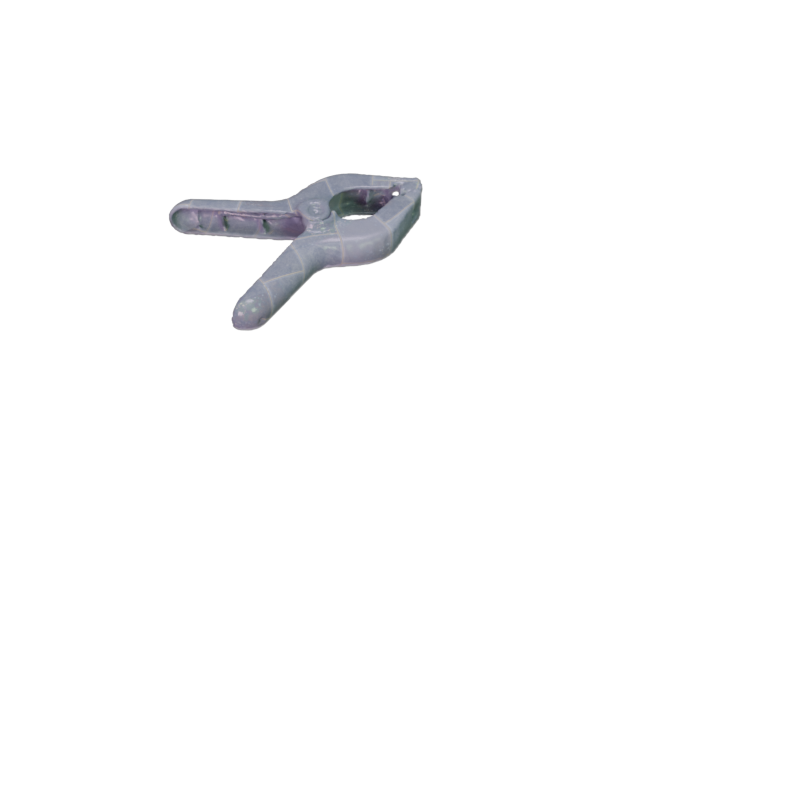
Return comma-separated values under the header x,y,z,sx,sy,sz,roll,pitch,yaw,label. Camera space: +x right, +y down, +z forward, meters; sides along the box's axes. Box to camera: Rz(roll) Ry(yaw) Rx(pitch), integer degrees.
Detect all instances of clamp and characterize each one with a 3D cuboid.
x,y,z,sx,sy,sz,roll,pitch,yaw,label
-0.057,-0.104,0.730,0.170,0.130,0.037,-15,-36,-12,clamp
